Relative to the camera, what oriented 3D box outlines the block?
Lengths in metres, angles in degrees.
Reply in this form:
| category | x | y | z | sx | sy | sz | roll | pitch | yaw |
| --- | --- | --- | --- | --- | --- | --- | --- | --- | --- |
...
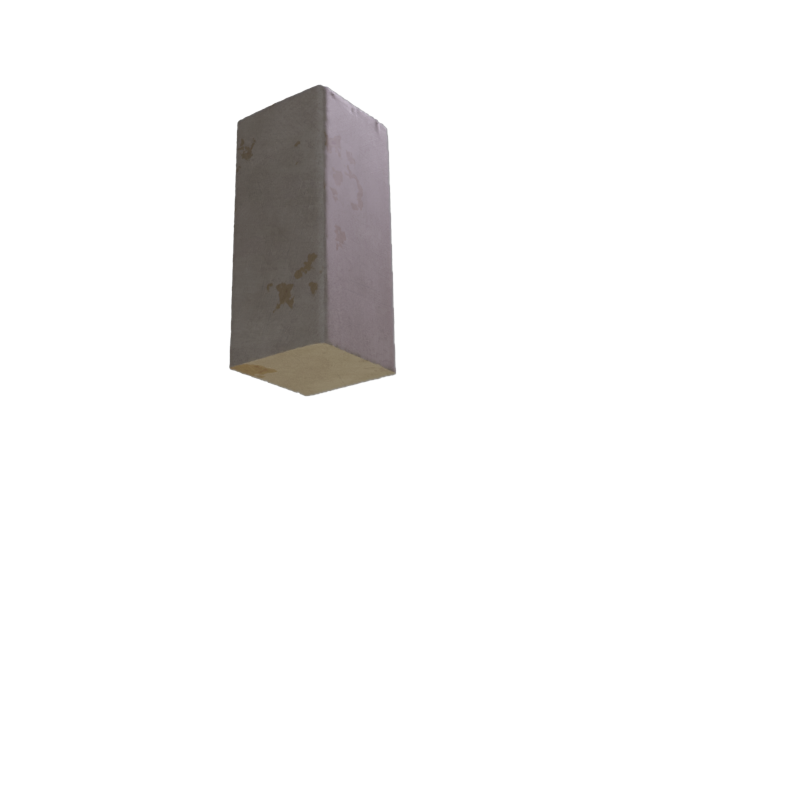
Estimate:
| category | x | y | z | sx | sy | sz | roll | pitch | yaw |
| --- | --- | --- | --- | --- | --- | --- | --- | --- | --- |
| block | -0.066 | -0.120 | 0.842 | 0.091 | 0.217 | 0.085 | -18 | -28 | 33 |
